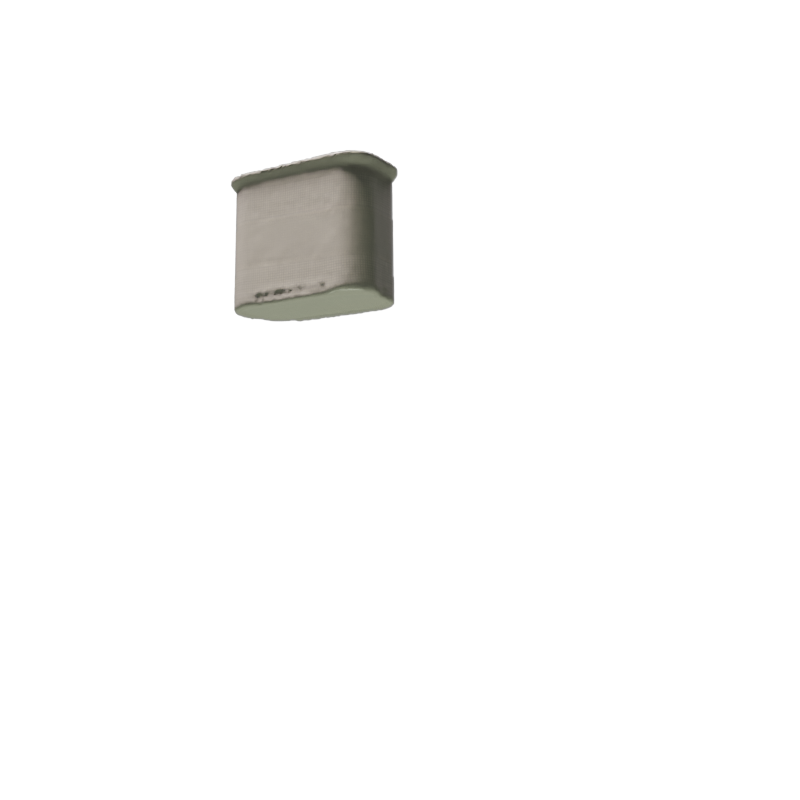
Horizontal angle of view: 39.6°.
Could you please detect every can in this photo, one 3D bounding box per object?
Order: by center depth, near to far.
[{"bbox_3d":[-0.052,-0.095,0.666,0.104,0.087,0.054,-8,-15,30],"label":"can"}]
